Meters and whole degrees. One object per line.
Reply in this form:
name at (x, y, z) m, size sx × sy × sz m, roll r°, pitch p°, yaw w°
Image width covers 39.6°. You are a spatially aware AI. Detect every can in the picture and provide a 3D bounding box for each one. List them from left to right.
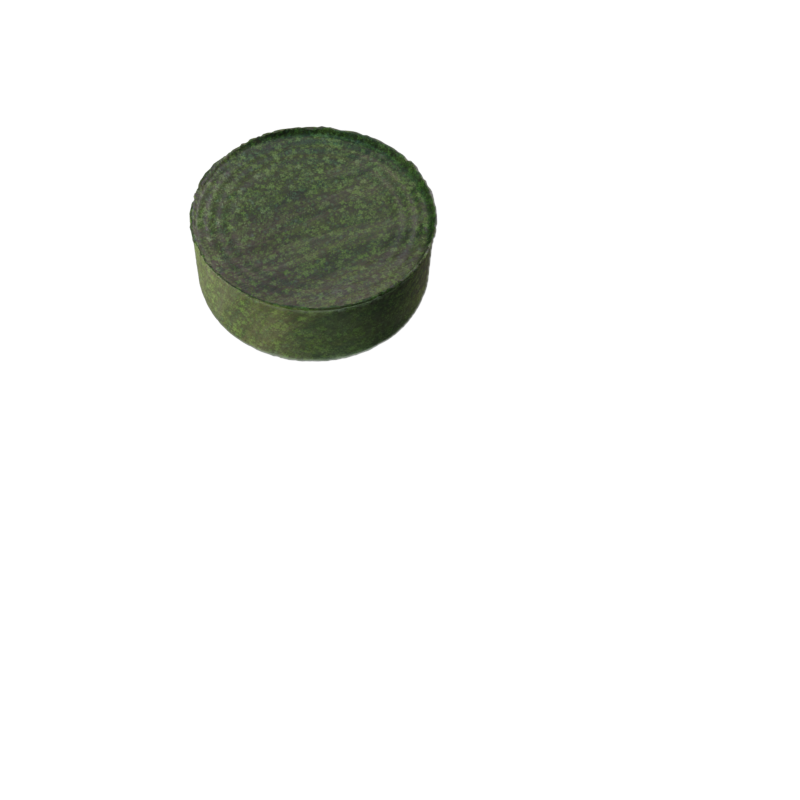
can at (-0.031, -0.057, 0.396) m, size 0.086 × 0.092 × 0.031 m, roll -1°, pitch -38°, yaw -1°
